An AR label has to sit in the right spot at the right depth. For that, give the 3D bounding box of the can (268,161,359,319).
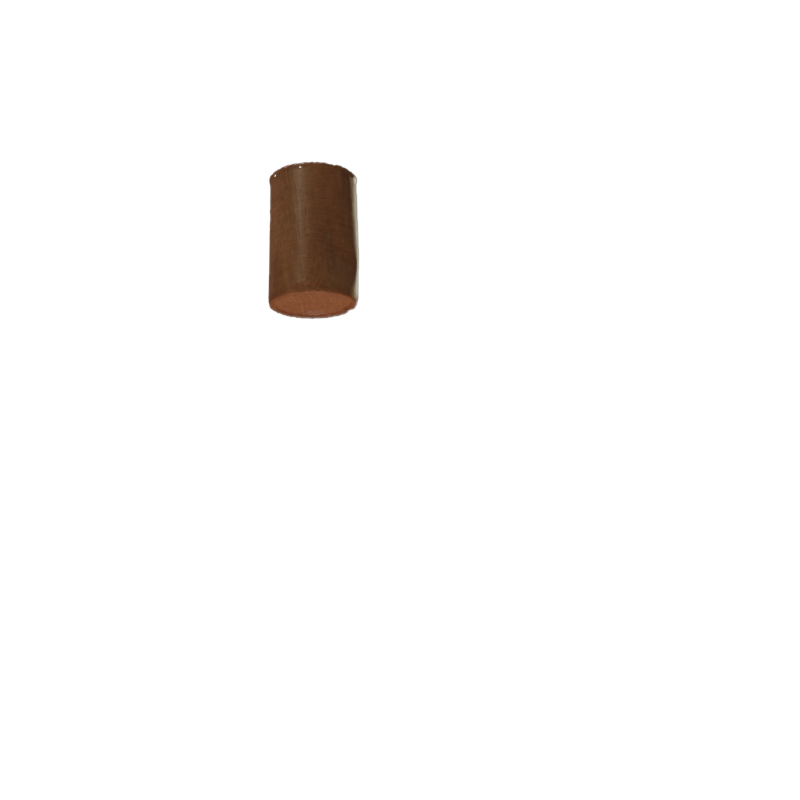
[{"bbox_3d":[-0.065,-0.119,0.836,0.068,0.107,0.066,0,-18,-2],"label":"can"}]
